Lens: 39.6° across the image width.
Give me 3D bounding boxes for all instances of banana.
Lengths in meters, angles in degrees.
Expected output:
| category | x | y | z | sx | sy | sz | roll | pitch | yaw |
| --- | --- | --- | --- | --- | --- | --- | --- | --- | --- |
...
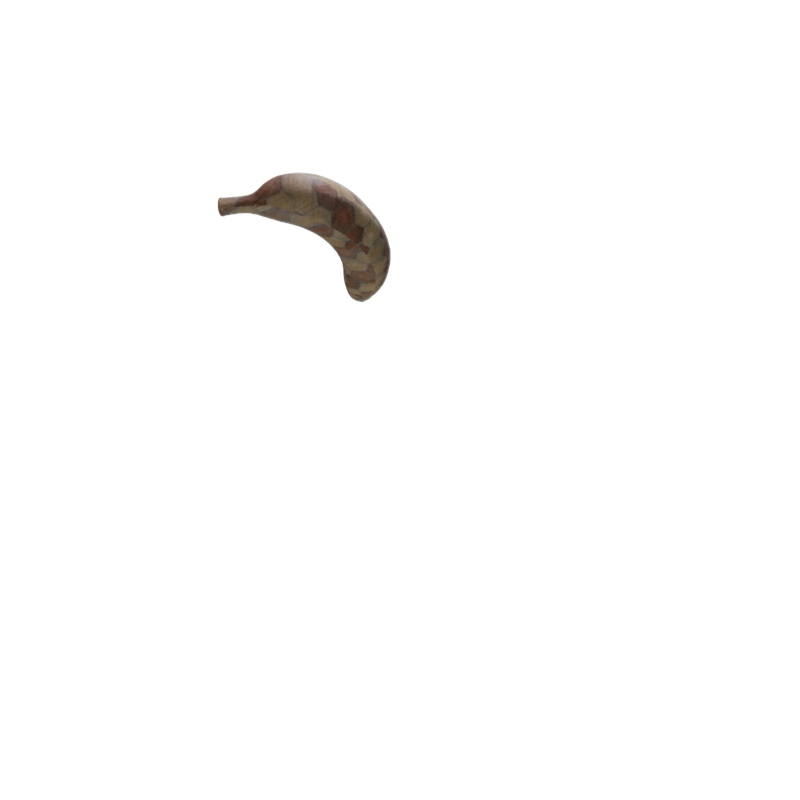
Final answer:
| category | x | y | z | sx | sy | sz | roll | pitch | yaw |
| --- | --- | --- | --- | --- | --- | --- | --- | --- | --- |
| banana | -0.047 | -0.117 | 0.779 | 0.071 | 0.039 | 0.185 | -10 | -21 | 26 |
